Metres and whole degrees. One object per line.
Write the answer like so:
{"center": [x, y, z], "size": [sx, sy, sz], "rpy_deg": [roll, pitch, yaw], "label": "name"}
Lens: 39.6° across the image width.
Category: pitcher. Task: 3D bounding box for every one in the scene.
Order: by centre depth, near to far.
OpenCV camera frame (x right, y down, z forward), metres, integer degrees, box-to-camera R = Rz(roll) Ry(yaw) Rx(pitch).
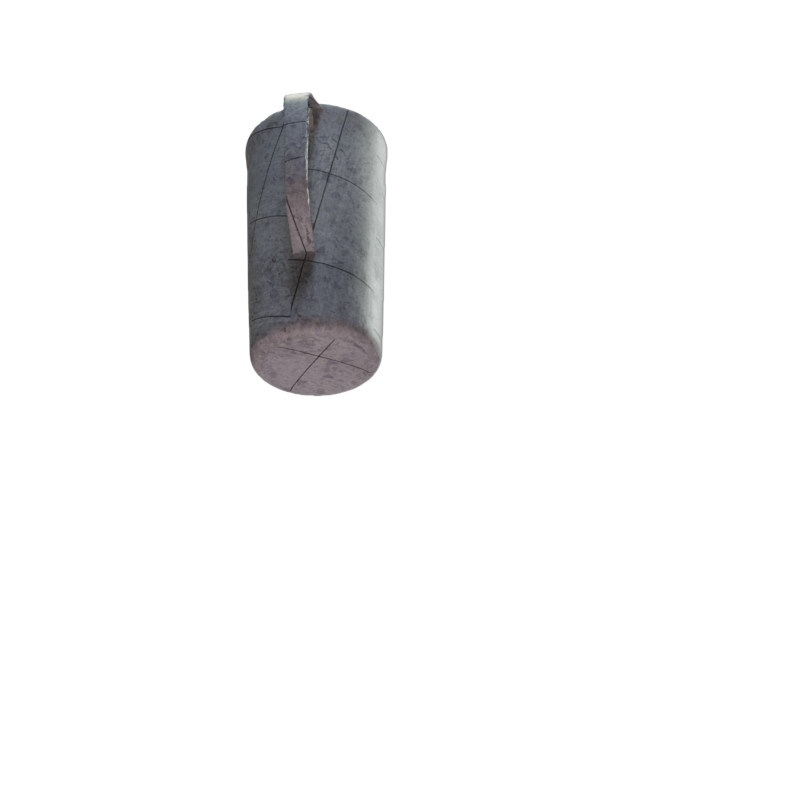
{"center": [-0.075, -0.137, 0.959], "size": [0.141, 0.260, 0.143], "rpy_deg": [24, -43, -31], "label": "pitcher"}
